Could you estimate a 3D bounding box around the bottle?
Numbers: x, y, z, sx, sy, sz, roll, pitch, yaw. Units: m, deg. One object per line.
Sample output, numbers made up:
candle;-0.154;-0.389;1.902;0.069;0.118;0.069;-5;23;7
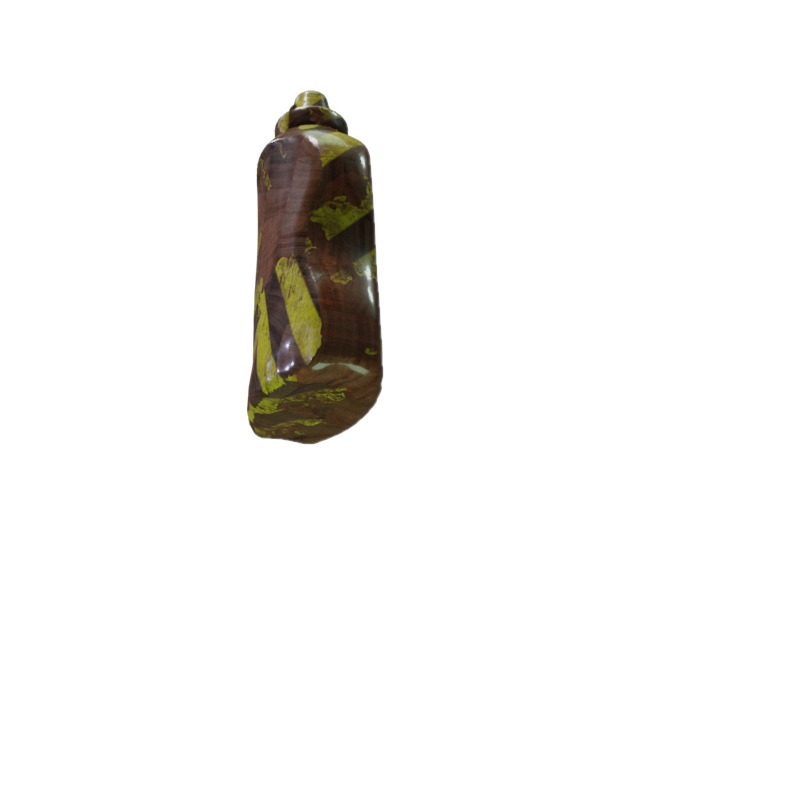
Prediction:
bottle;-0.046;-0.082;0.576;0.057;0.204;0.093;9;-32;-19
